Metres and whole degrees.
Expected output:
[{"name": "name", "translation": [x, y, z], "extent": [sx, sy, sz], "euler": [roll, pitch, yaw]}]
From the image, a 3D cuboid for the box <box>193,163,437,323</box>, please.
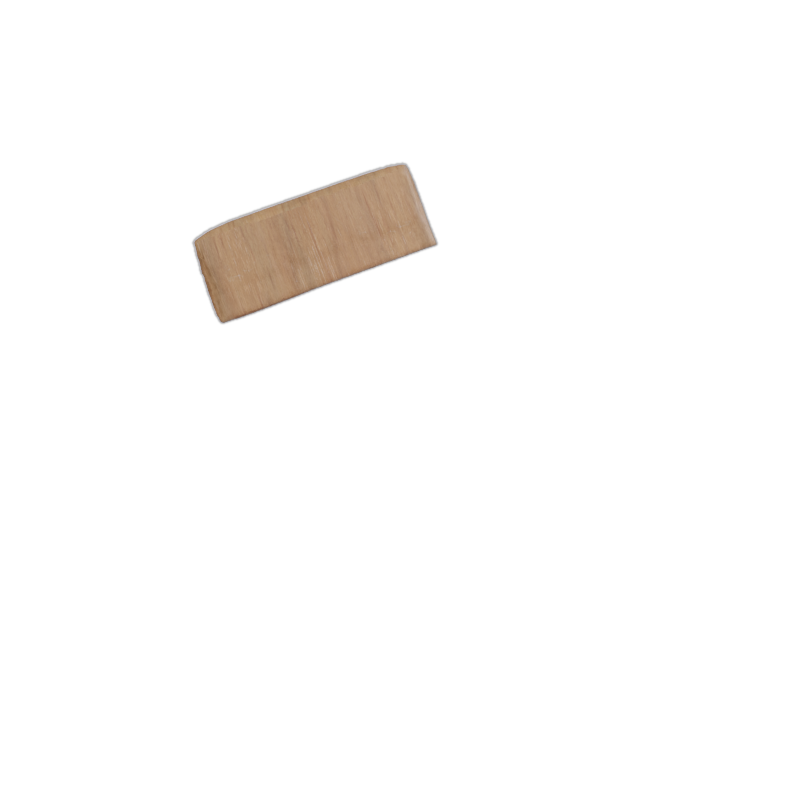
[{"name": "box", "translation": [-0.069, -0.125, 0.878], "extent": [0.164, 0.071, 0.216], "euler": [-21, 8, -1]}]
